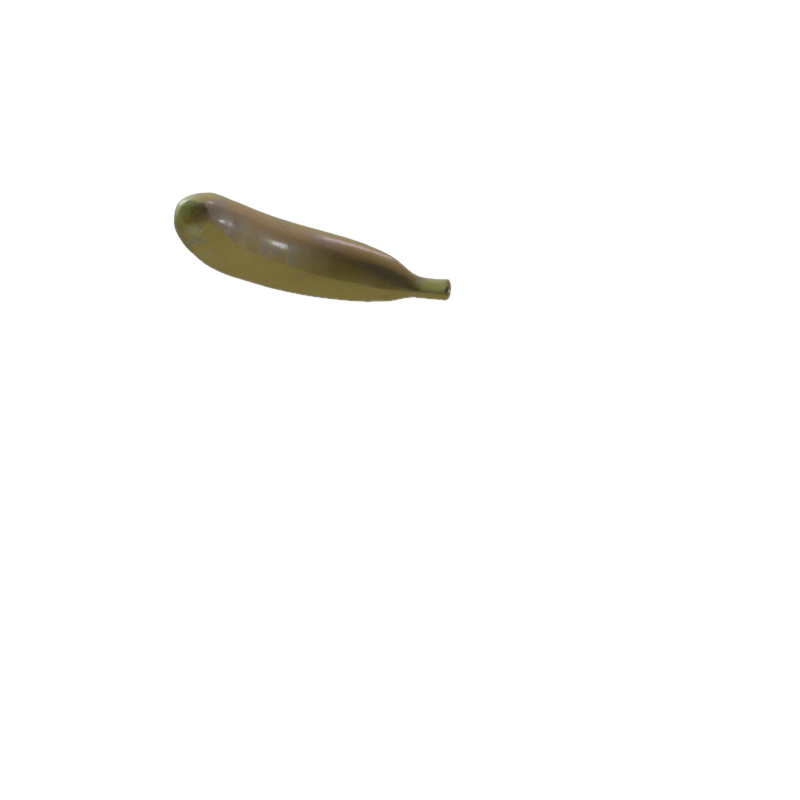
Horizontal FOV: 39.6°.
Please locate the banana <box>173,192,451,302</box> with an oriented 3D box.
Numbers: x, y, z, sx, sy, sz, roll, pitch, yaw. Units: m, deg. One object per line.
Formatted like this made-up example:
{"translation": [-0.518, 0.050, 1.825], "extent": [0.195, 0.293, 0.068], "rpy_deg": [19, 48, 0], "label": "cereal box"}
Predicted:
{"translation": [-0.057, -0.081, 0.594], "extent": [0.071, 0.038, 0.187], "rpy_deg": [-8, -11, 42], "label": "banana"}
